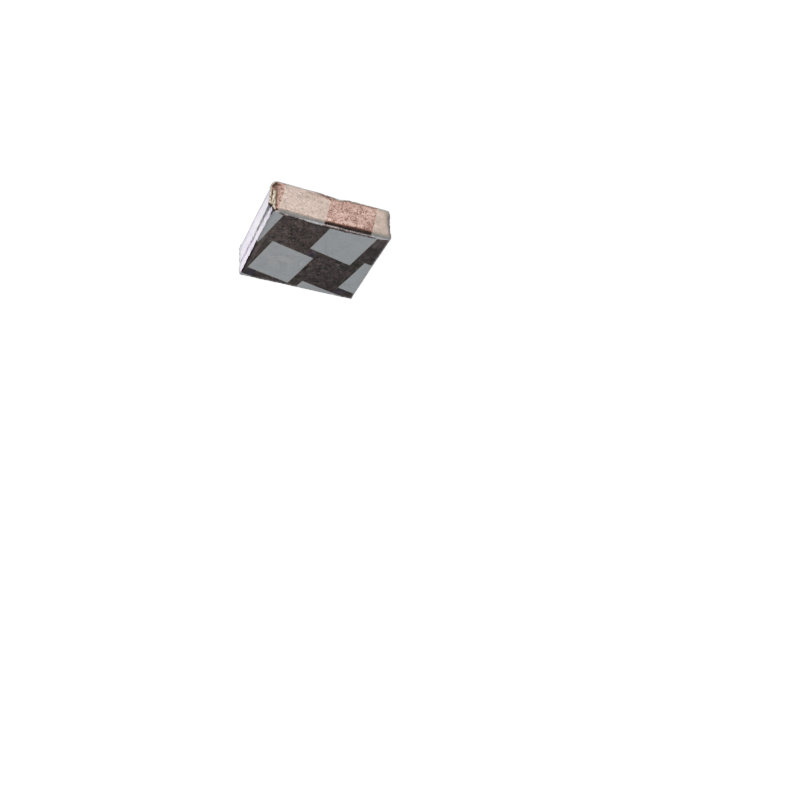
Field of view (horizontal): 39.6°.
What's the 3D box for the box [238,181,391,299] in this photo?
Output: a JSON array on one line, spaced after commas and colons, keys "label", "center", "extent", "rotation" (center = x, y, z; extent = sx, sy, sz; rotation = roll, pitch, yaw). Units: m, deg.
[{"label": "box", "center": [-0.061, -0.111, 0.778], "extent": [0.087, 0.032, 0.070], "rotation": [13, -39, -18]}]
